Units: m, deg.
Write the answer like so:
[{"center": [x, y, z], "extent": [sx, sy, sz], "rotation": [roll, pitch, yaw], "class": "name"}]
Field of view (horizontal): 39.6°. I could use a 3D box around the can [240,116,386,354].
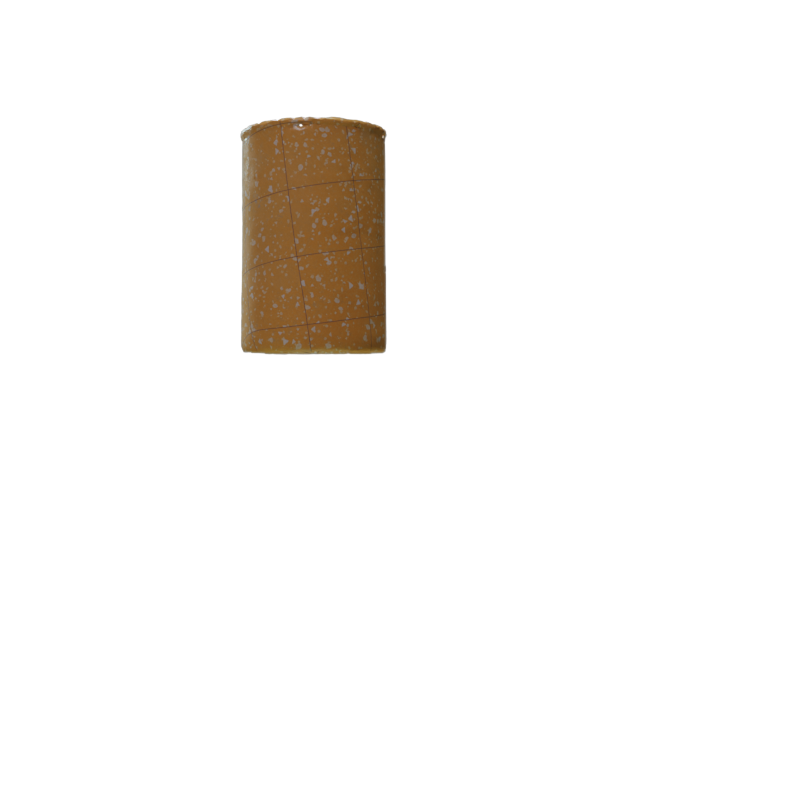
[{"center": [-0.040, -0.073, 0.509], "extent": [0.068, 0.104, 0.068], "rotation": [0, -4, -2], "class": "can"}]
